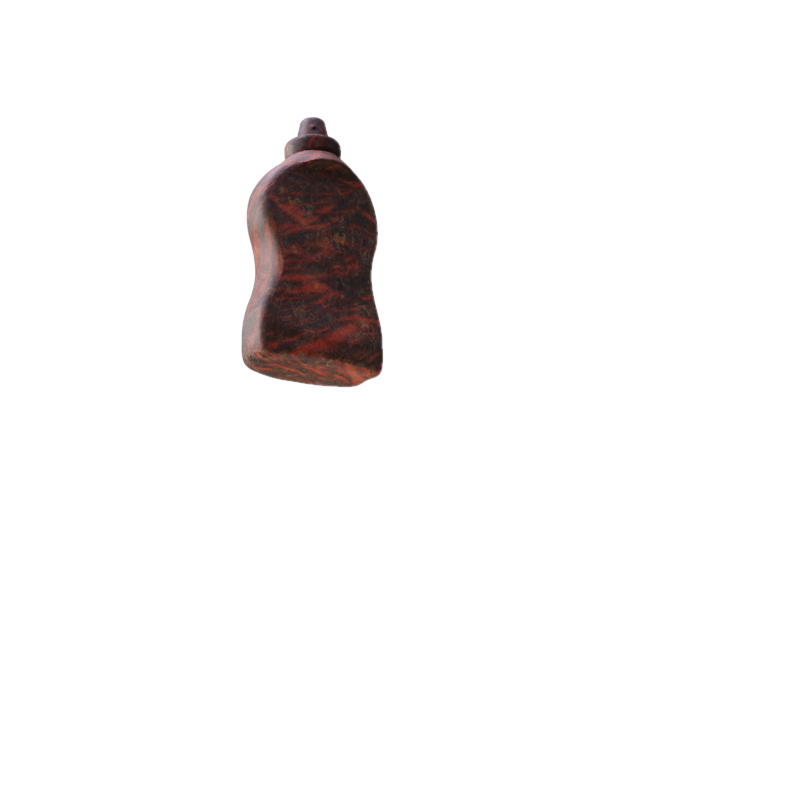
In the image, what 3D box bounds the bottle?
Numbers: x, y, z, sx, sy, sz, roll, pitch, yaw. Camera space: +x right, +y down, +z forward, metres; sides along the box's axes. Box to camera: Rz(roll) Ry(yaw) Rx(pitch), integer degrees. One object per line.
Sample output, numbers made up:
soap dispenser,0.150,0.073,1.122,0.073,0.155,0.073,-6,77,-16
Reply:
bottle,-0.061,-0.110,0.771,0.092,0.202,0.058,11,-25,-28
